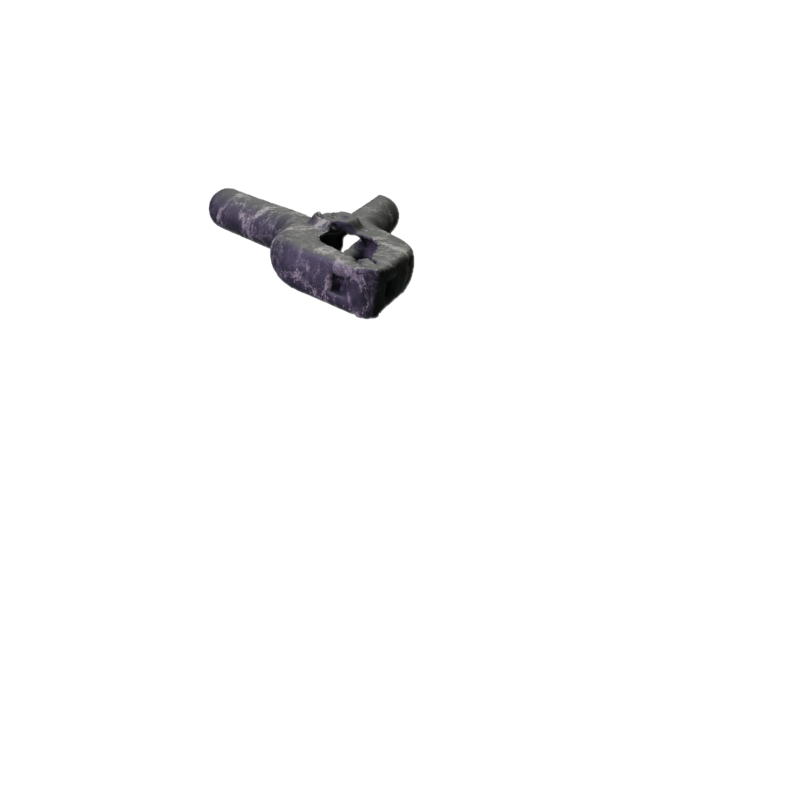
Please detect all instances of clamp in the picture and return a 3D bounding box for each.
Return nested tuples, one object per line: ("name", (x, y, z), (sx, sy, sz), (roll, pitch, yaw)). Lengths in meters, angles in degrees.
("clamp", (-0.050, -0.090, 0.633), (0.119, 0.038, 0.180), (-3, 22, -7))
